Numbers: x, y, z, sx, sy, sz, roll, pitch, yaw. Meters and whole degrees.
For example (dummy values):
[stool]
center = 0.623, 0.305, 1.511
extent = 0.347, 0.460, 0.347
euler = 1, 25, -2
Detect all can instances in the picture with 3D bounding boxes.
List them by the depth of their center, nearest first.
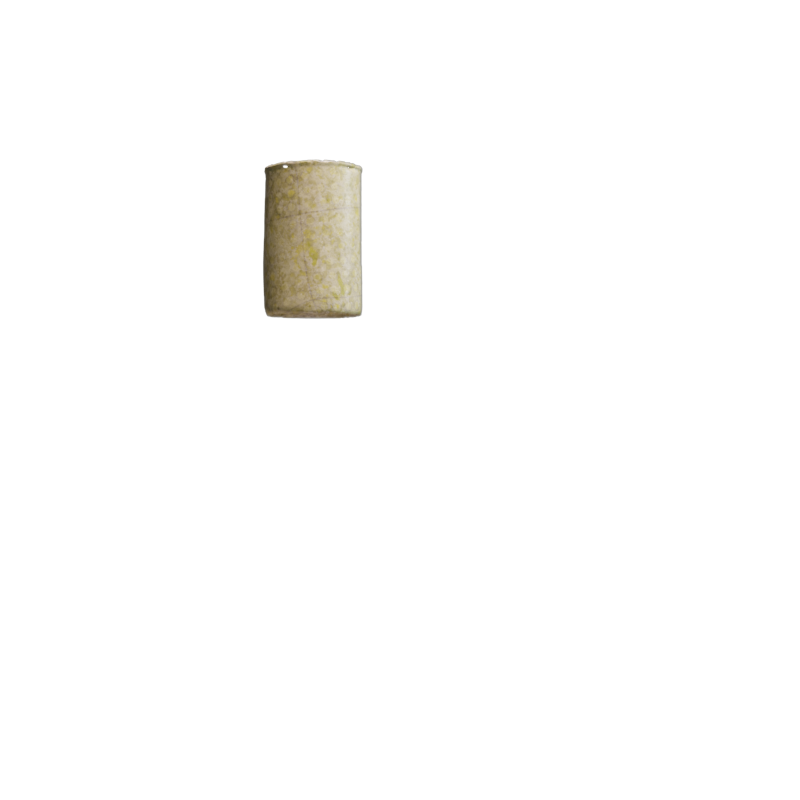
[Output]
[can]
center = -0.059, -0.109, 0.760
extent = 0.068, 0.104, 0.068
euler = 0, -5, -2
